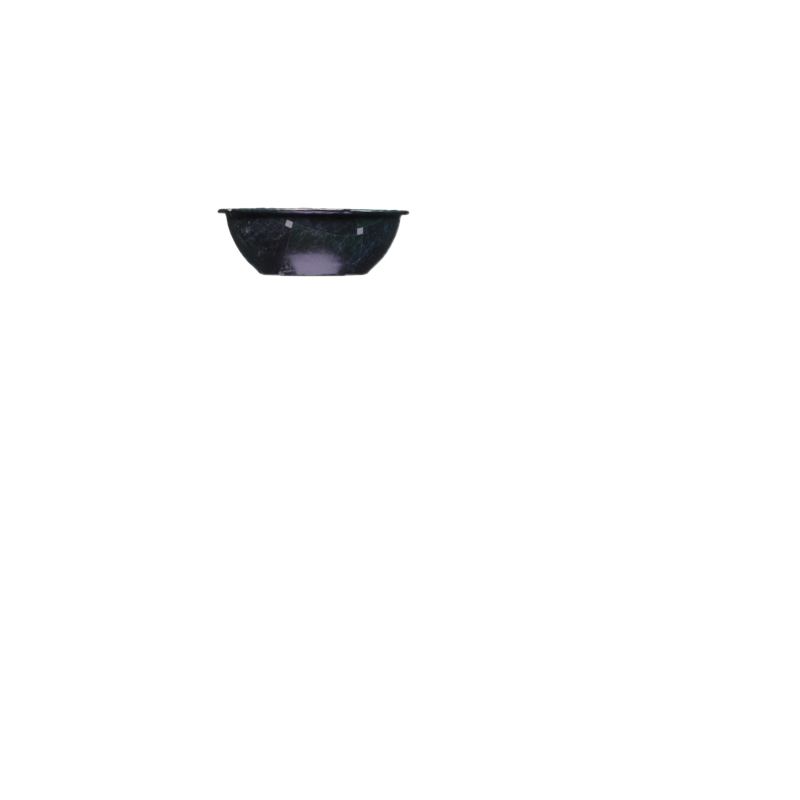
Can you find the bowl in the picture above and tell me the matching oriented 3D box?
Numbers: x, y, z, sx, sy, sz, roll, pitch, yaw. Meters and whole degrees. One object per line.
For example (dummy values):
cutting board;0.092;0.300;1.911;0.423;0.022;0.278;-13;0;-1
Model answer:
bowl;-0.073;-0.133;0.931;0.162;0.054;0.164;0;8;-2
